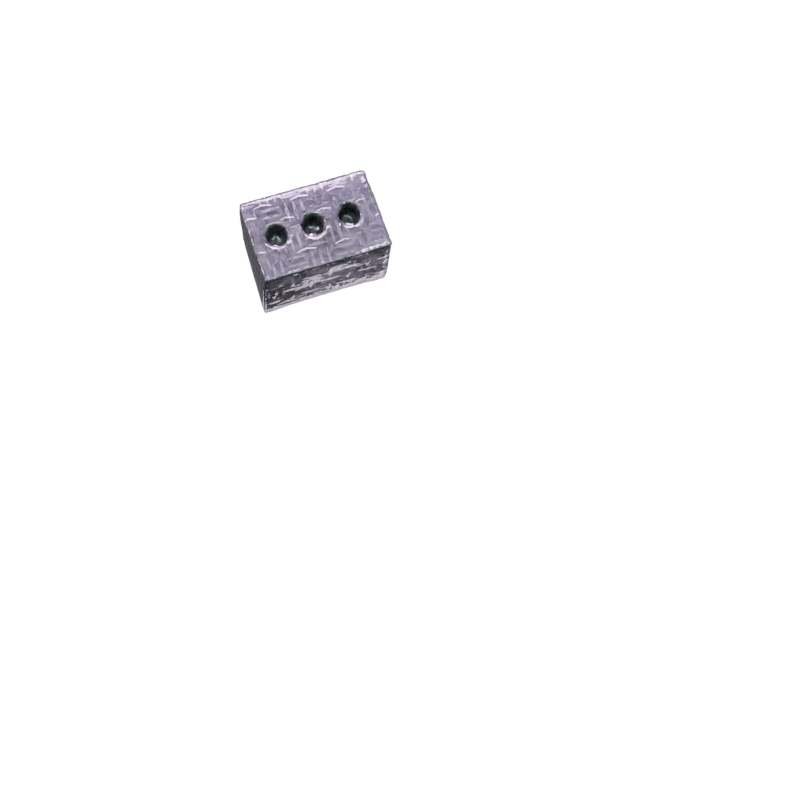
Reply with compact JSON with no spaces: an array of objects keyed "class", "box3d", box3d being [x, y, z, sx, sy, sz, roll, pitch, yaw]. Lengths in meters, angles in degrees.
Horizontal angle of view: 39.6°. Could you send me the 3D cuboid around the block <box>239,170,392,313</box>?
[{"class":"block","box3d":[-0.051,-0.093,0.653,0.078,0.056,0.049,-18,-18,-8]}]
